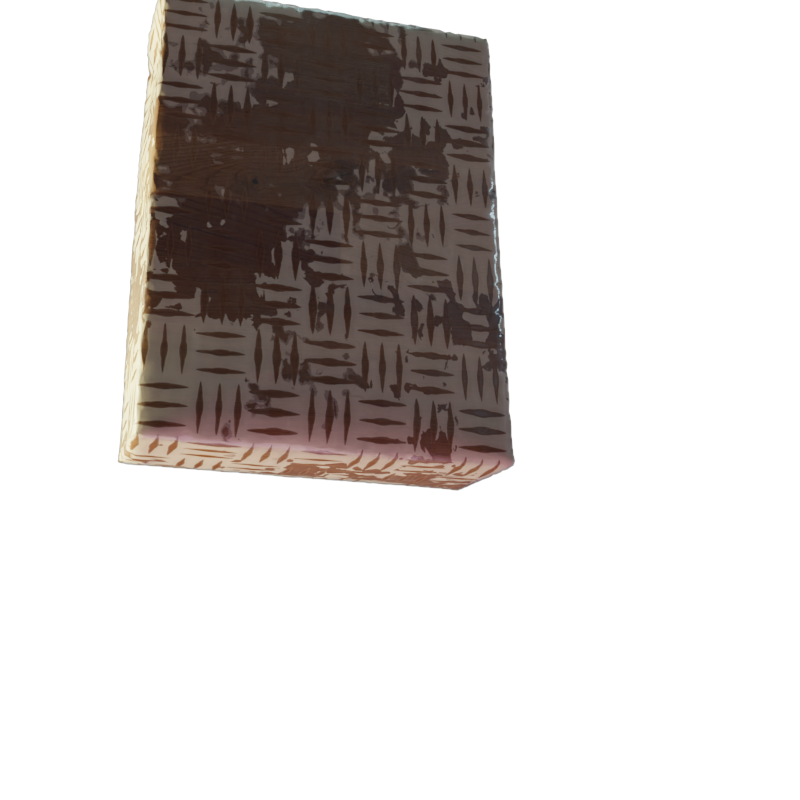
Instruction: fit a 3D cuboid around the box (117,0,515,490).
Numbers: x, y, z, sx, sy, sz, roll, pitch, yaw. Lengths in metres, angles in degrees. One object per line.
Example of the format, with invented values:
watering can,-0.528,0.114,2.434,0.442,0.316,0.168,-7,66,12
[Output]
box,-0.040,-0.073,0.513,0.160,0.225,0.070,5,-23,-16
